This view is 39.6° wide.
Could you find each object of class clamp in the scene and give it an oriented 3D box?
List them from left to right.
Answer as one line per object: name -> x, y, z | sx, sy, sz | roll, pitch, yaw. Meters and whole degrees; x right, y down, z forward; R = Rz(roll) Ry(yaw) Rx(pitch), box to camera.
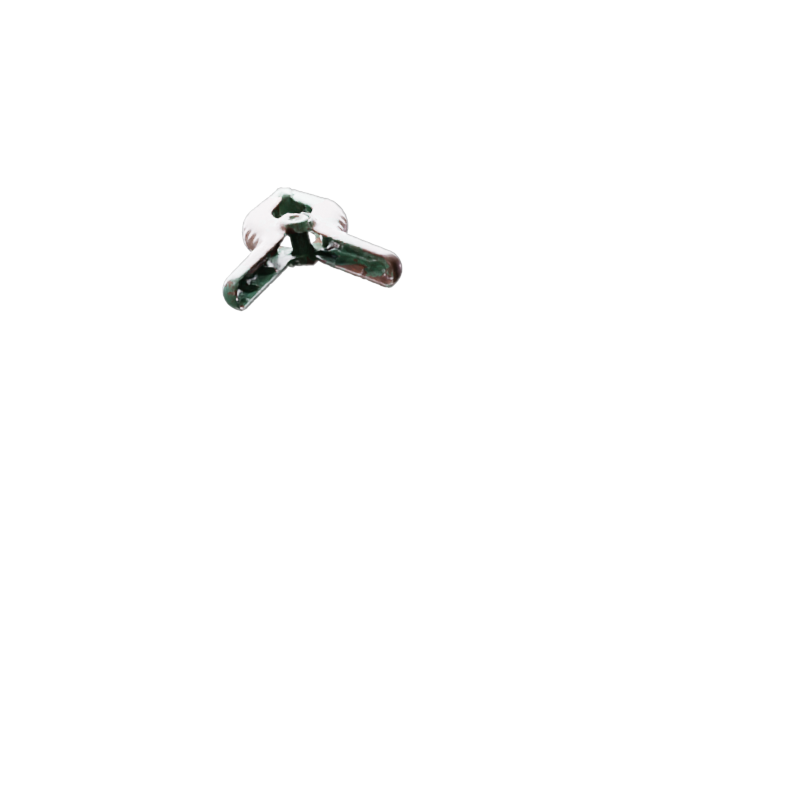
clamp -> -0.063, -0.114, 0.801 | 0.120, 0.037, 0.182 | -1, 32, -2
